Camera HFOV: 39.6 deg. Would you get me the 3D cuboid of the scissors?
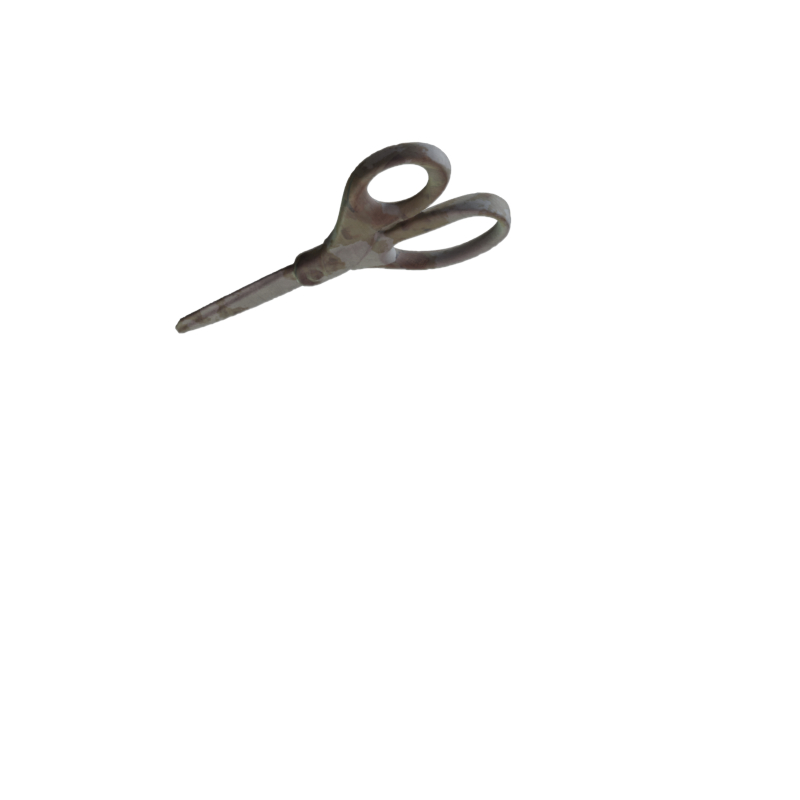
[{"bbox_3d":[-0.045,-0.082,0.577,0.204,0.017,0.089,-11,-38,15],"label":"scissors"}]
